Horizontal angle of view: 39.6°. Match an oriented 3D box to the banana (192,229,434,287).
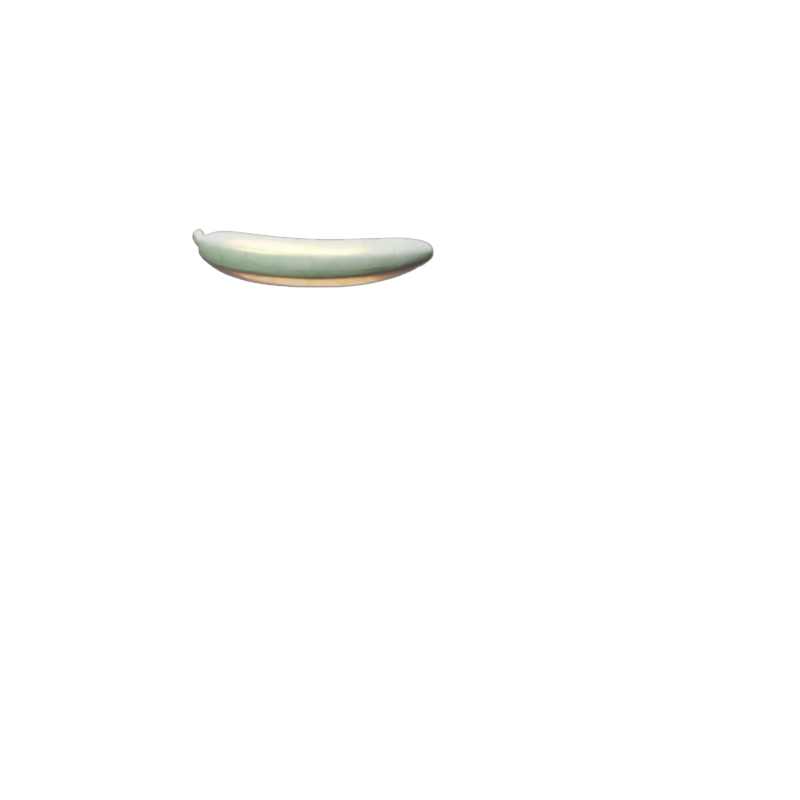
[{"bbox_3d":[-0.075,-0.114,0.864,0.200,0.034,0.073,6,37,8],"label":"banana"}]
